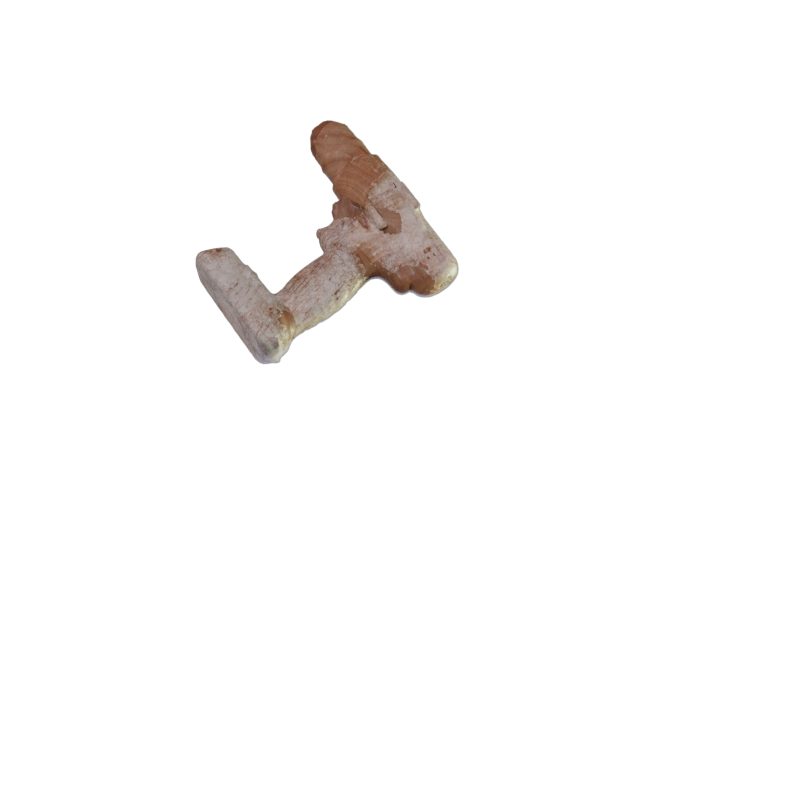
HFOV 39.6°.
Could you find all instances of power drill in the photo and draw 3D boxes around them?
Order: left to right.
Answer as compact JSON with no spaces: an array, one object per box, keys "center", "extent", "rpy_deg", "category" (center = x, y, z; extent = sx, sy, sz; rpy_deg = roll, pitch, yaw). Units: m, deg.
[{"center":[-0.072,-0.131,0.920],"extent":[0.188,0.195,0.054],"rpy_deg":[-32,-22,-15],"category":"power drill"}]
